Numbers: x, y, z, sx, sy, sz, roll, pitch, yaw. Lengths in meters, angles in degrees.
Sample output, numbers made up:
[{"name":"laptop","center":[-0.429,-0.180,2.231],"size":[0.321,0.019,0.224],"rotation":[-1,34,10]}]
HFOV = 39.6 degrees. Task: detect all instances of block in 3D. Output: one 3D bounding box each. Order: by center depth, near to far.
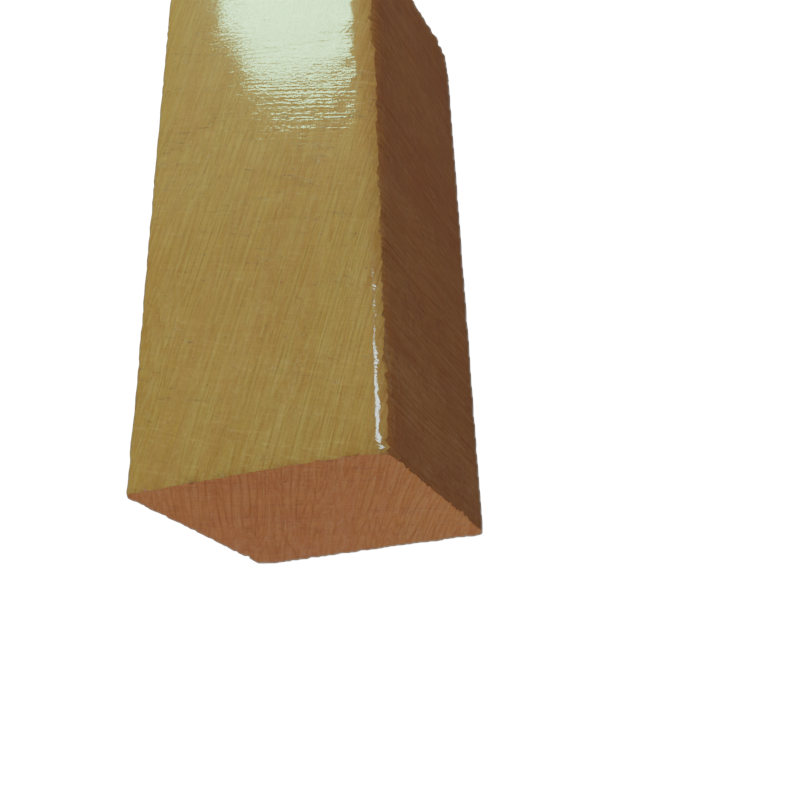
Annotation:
[{"name":"block","center":[-0.032,-0.059,0.409],"size":[0.091,0.219,0.084],"rotation":[-13,-30,20]}]
